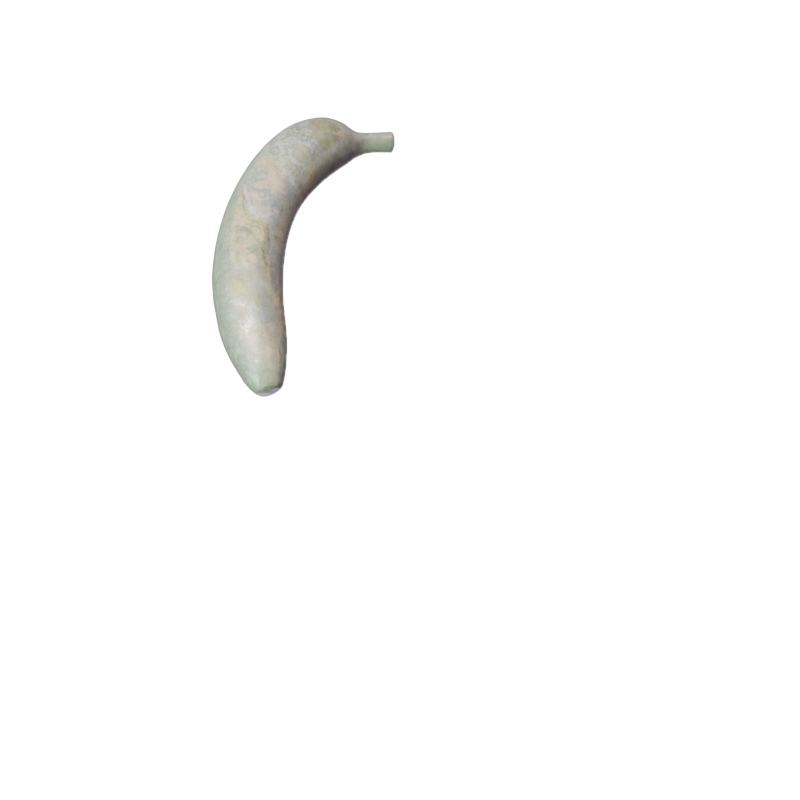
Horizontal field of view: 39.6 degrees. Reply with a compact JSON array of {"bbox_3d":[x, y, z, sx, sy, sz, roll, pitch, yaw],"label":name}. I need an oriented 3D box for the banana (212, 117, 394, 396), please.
[{"bbox_3d":[-0.063,-0.093,0.599,0.071,0.207,0.034,15,-35,10],"label":"banana"}]
